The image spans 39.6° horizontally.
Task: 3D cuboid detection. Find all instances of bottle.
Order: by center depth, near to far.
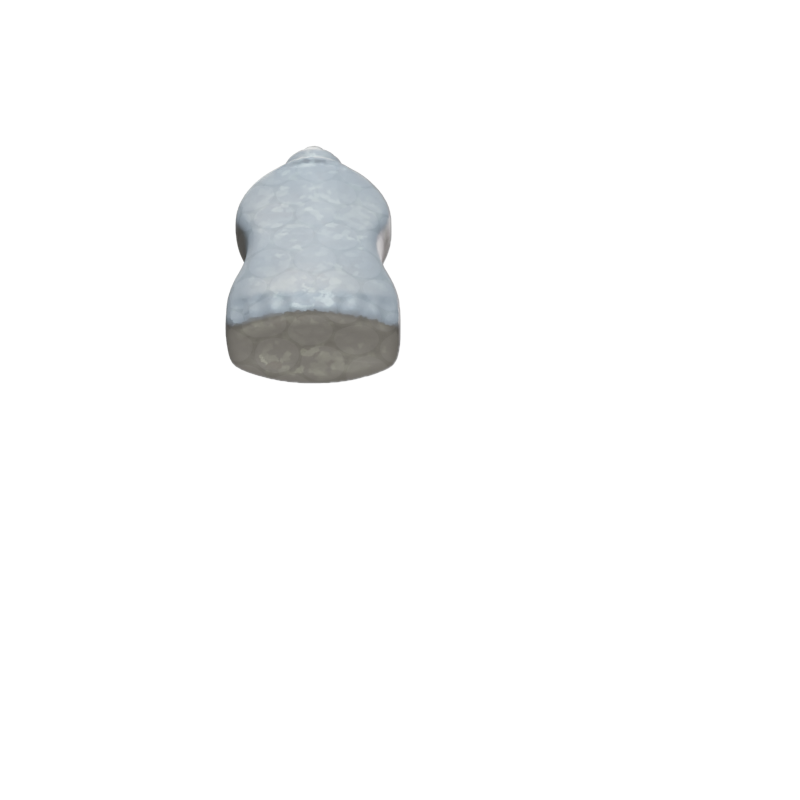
[{"bbox_3d":[-0.053,-0.096,0.674,0.096,0.054,0.206,-3,43,-1],"label":"bottle"}]
